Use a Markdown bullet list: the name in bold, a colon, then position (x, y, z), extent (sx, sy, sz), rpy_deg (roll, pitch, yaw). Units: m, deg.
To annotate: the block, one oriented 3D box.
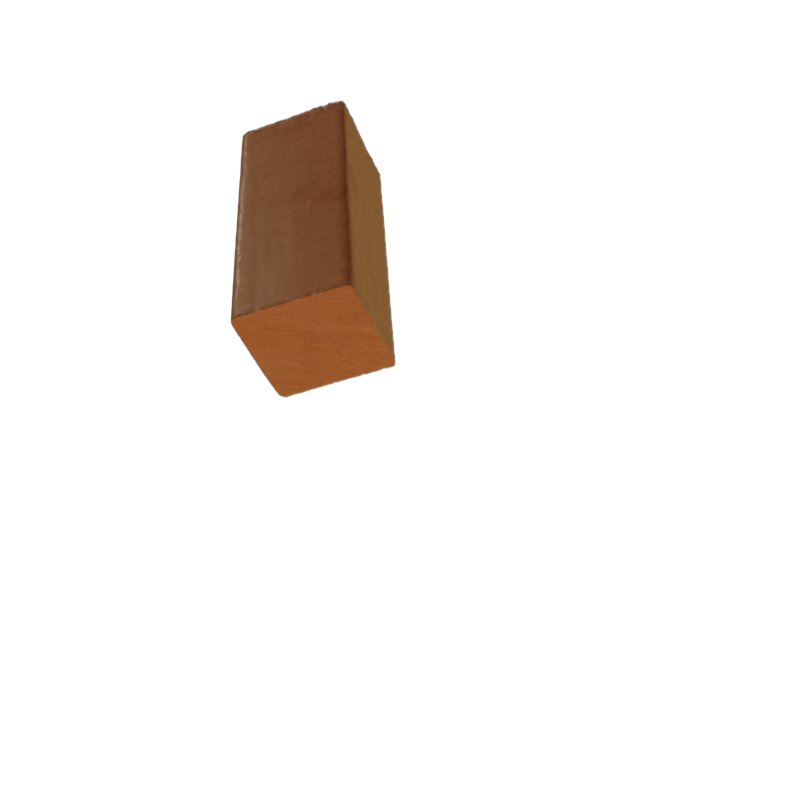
- **block**: position (-0.065, -0.118, 0.827), extent (0.091, 0.221, 0.083), rpy_deg (-17, -45, 14)
